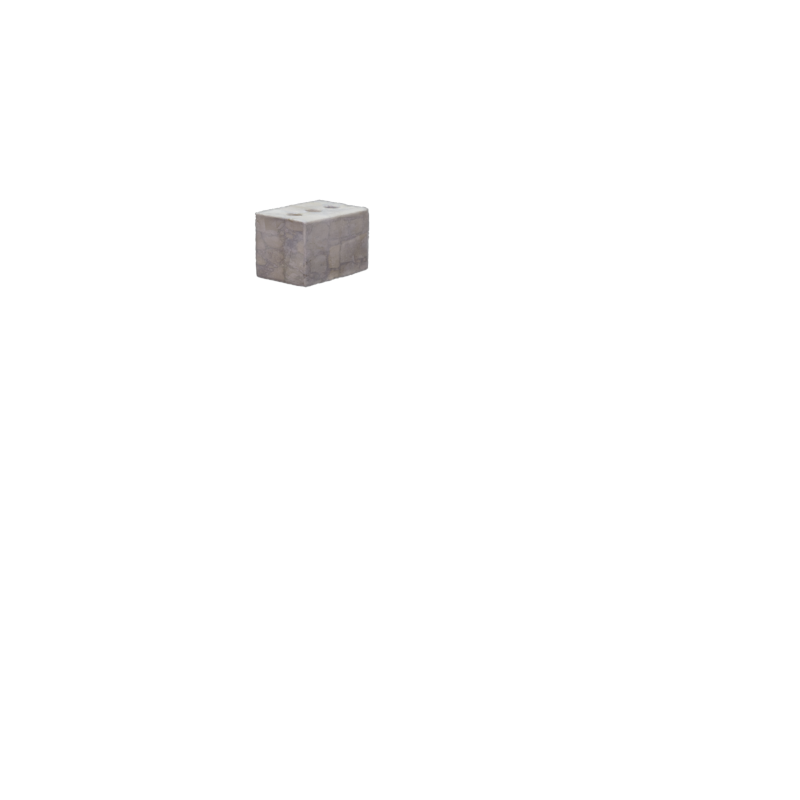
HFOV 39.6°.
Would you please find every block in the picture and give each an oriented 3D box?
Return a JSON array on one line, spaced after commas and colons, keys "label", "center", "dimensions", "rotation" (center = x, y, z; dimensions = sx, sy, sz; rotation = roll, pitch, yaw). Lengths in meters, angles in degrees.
[{"label": "block", "center": [-0.067, -0.122, 0.856], "dimensions": [0.055, 0.049, 0.077], "rotation": [13, 21, 36]}]
